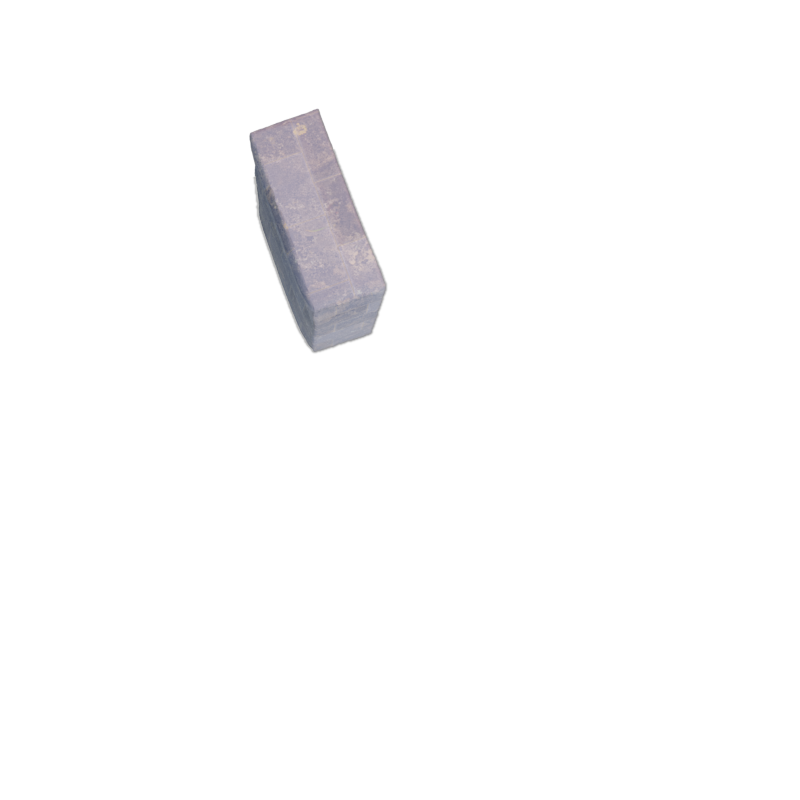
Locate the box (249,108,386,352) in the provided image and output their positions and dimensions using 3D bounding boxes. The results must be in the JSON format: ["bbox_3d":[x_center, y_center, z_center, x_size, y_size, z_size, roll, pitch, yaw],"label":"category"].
[{"bbox_3d":[-0.078,-0.142,0.996,0.072,0.169,0.208,-20,-8,-6],"label":"box"}]
